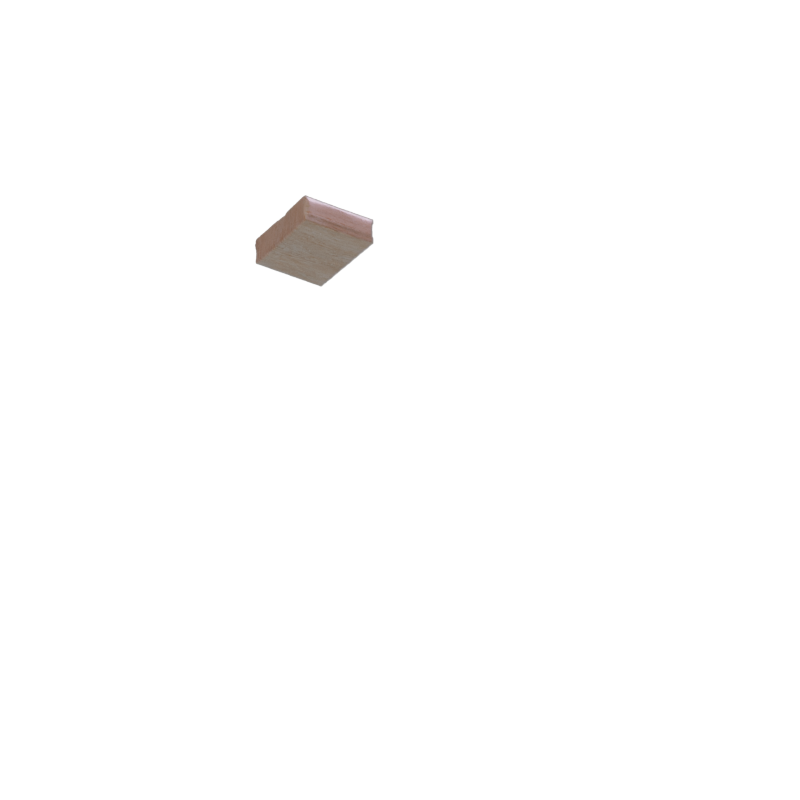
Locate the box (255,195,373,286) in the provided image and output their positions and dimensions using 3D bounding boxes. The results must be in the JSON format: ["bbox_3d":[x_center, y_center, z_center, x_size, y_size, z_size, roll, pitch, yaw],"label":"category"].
[{"bbox_3d":[-0.078,-0.143,0.999,0.069,0.032,0.088,17,-32,-30],"label":"box"}]
